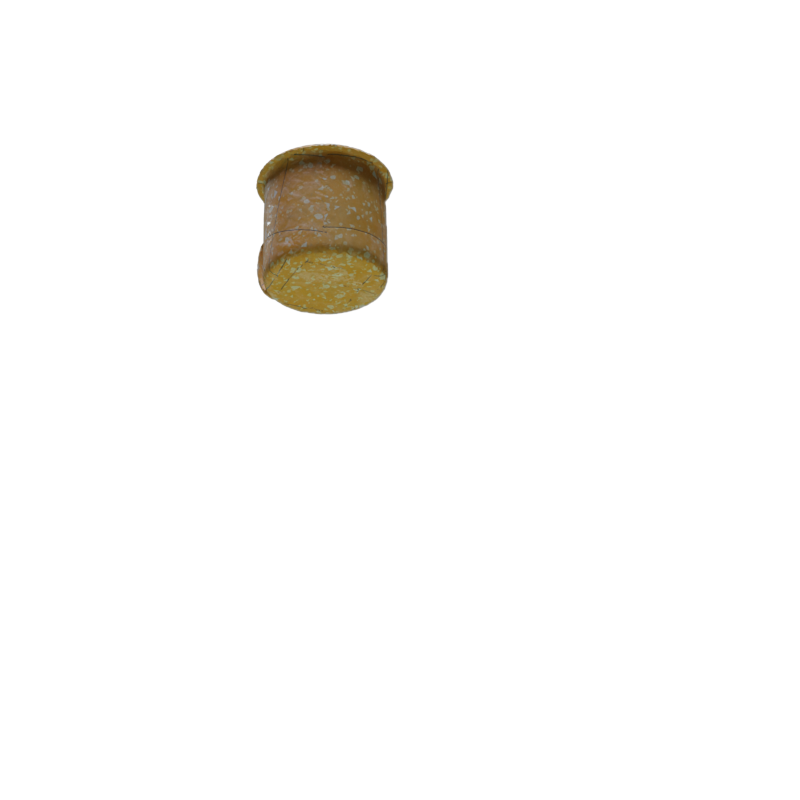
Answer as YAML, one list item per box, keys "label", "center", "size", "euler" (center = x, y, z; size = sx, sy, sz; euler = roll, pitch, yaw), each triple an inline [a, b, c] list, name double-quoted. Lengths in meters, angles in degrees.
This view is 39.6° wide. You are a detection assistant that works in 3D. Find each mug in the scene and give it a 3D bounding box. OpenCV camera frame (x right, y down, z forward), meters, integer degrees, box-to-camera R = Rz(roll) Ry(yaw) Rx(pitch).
- label: "mug"
  center: [-0.058, -0.106, 0.742]
  size: [0.088, 0.087, 0.117]
  euler: [23, -36, -38]
